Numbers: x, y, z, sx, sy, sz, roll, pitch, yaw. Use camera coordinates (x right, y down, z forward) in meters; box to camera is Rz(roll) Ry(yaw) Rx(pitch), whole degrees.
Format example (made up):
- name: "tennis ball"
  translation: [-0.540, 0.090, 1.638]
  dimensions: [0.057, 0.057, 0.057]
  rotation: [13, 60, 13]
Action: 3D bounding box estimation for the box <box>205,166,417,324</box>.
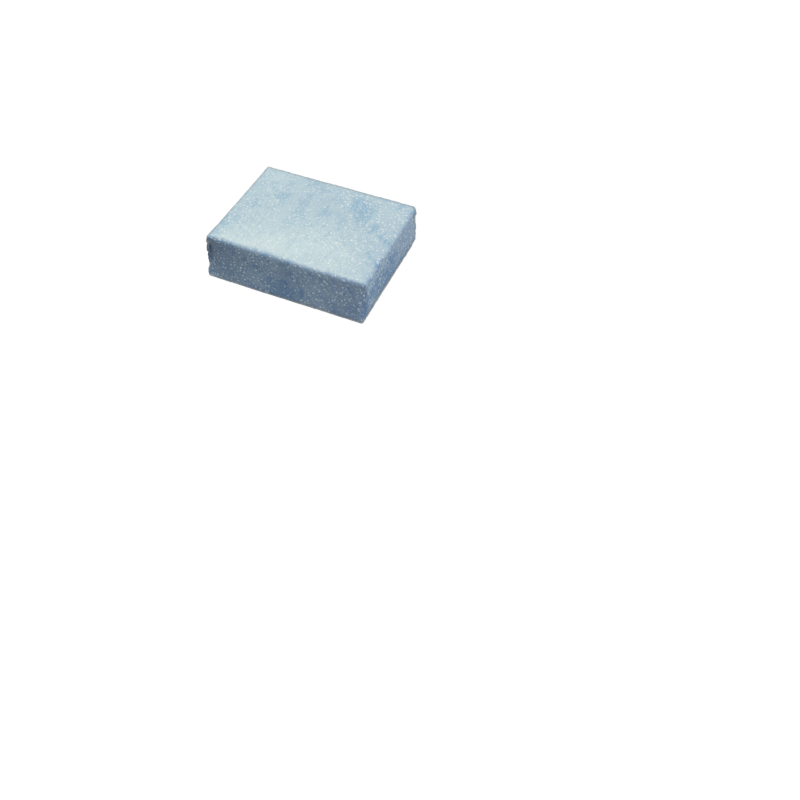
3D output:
- name: "box"
  translation: [-0.057, -0.104, 0.725]
  dimensions: [0.117, 0.036, 0.093]
  rotation: [16, 43, 17]
